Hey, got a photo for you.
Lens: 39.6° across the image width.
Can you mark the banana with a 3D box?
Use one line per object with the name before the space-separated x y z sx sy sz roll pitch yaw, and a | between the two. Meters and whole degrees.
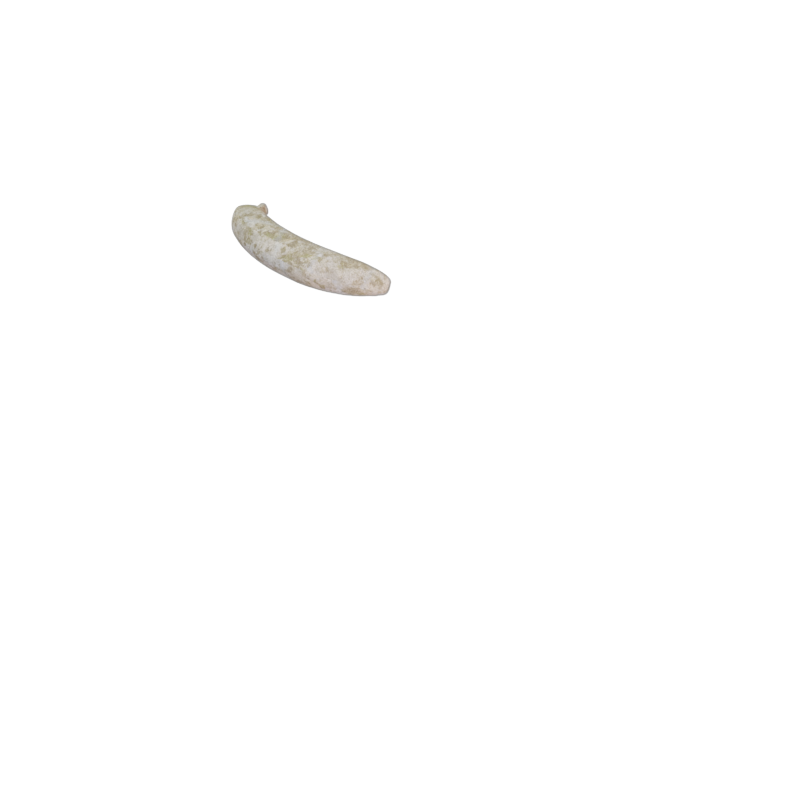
banana | -0.094 -0.136 0.977 0.069 0.034 0.213 -23 41 -30
